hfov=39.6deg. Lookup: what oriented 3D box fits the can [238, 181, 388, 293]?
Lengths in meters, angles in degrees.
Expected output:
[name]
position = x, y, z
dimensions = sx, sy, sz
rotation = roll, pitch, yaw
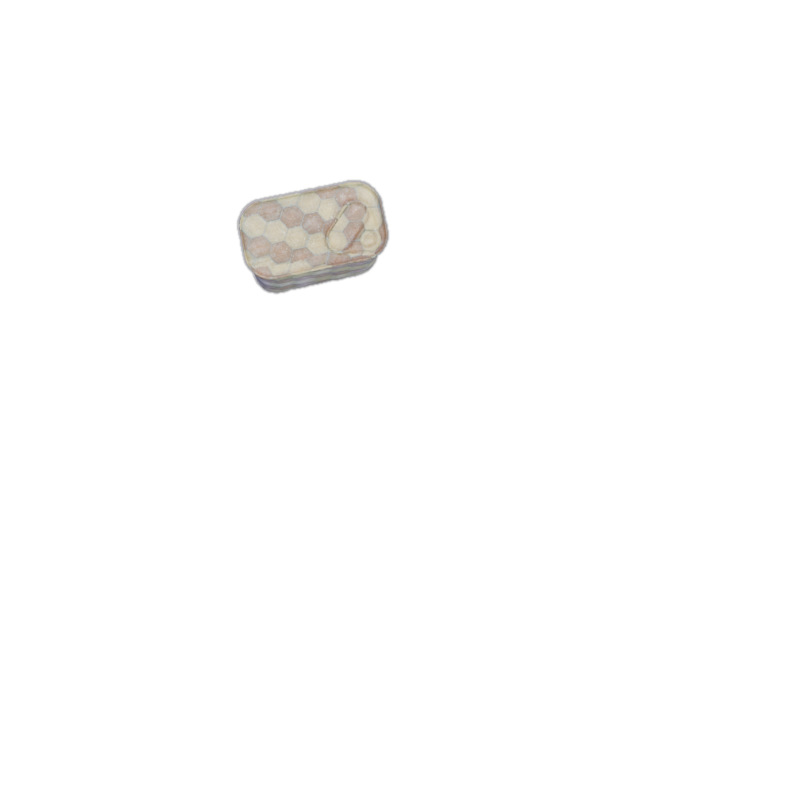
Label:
[can]
position = -0.063, -0.116, 0.809
dimensions = 0.102, 0.059, 0.082
rotation = -12, -6, -4
